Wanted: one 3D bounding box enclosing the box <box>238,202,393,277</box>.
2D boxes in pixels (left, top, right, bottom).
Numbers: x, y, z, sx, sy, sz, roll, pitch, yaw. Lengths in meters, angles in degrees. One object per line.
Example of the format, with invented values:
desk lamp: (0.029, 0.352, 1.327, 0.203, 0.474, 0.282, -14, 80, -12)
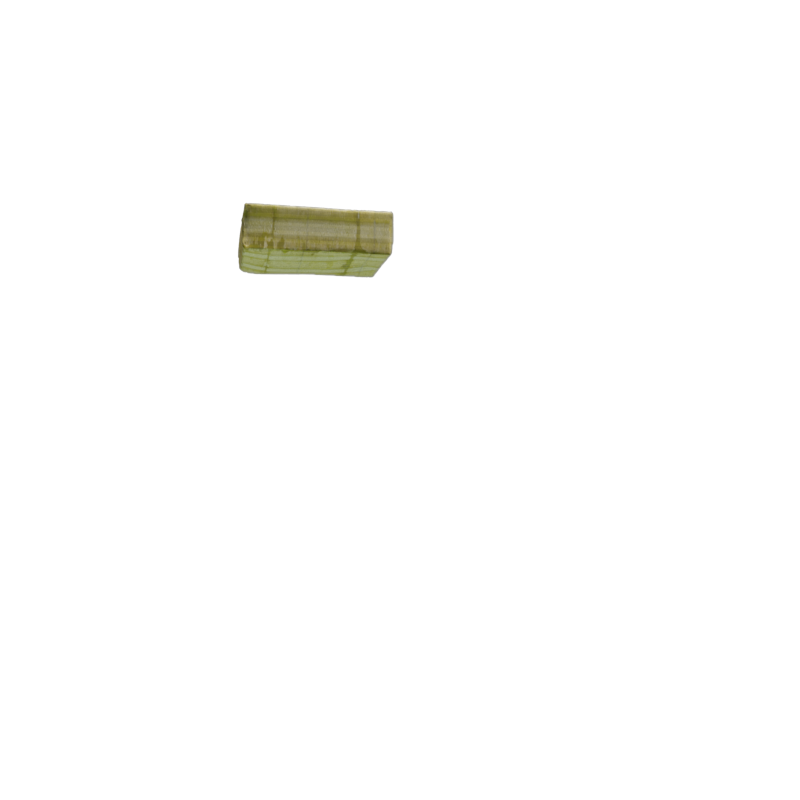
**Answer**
box: (-0.067, -0.121, 0.850, 0.112, 0.040, 0.089, 1, -7, -7)
